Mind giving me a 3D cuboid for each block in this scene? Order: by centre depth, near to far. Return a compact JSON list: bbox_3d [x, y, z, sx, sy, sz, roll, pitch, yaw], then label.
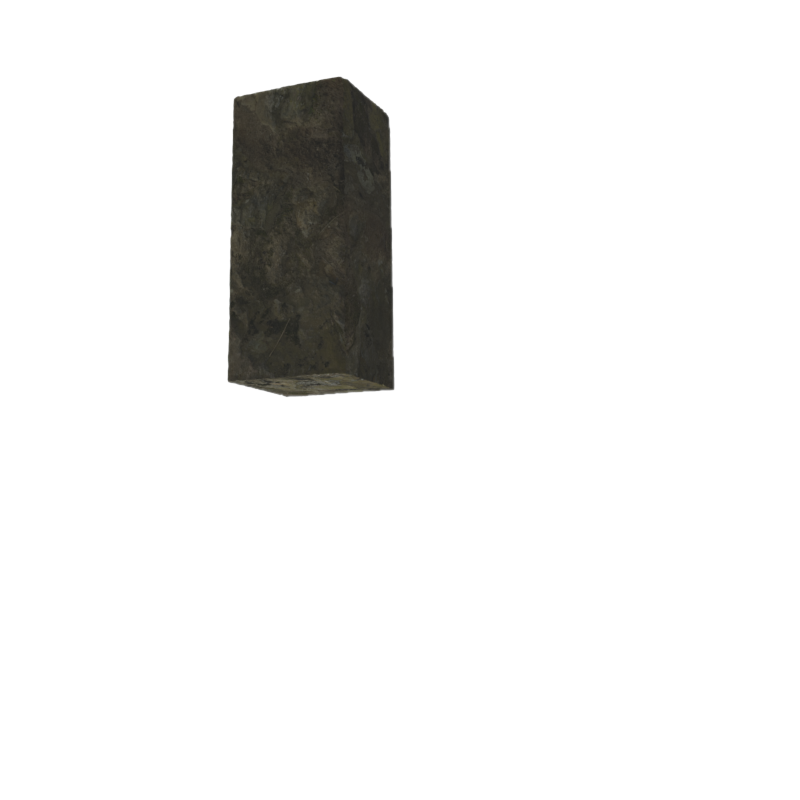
[{"bbox_3d":[-0.061,-0.113,0.790,0.092,0.214,0.086,-7,-15,23],"label":"block"}]
